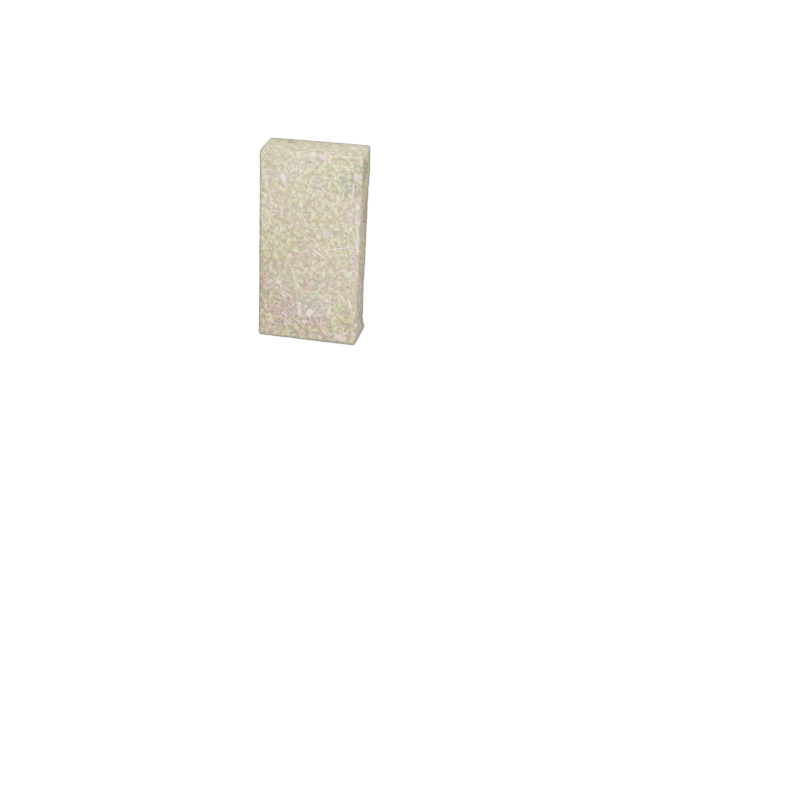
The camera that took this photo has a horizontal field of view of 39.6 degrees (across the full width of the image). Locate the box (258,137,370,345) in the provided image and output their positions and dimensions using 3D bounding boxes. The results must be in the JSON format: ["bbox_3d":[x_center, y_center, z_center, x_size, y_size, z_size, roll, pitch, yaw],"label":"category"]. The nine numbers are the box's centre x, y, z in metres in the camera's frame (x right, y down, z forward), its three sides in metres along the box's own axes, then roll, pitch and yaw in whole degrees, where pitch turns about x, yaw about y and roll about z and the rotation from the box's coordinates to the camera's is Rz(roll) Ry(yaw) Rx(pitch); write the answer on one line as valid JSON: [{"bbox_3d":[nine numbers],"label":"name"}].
[{"bbox_3d":[-0.077,-0.140,0.983,0.095,0.167,0.050,6,25,10],"label":"box"}]
